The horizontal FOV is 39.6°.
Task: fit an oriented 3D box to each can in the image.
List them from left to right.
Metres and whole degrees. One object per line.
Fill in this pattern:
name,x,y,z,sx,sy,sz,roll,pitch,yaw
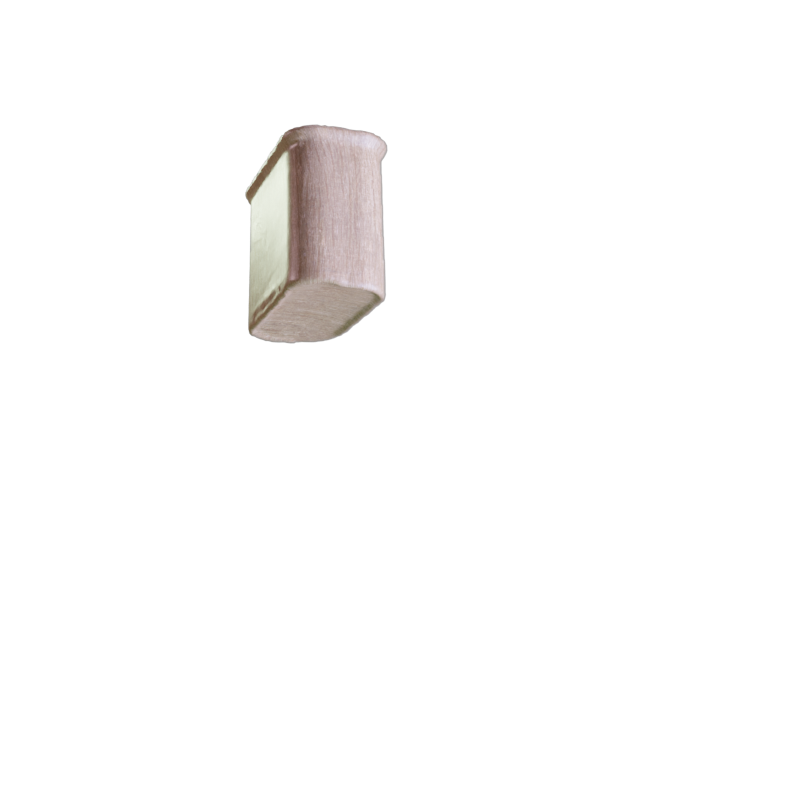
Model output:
can,-0.045,-0.083,0.581,0.056,0.088,0.100,7,-20,-21
